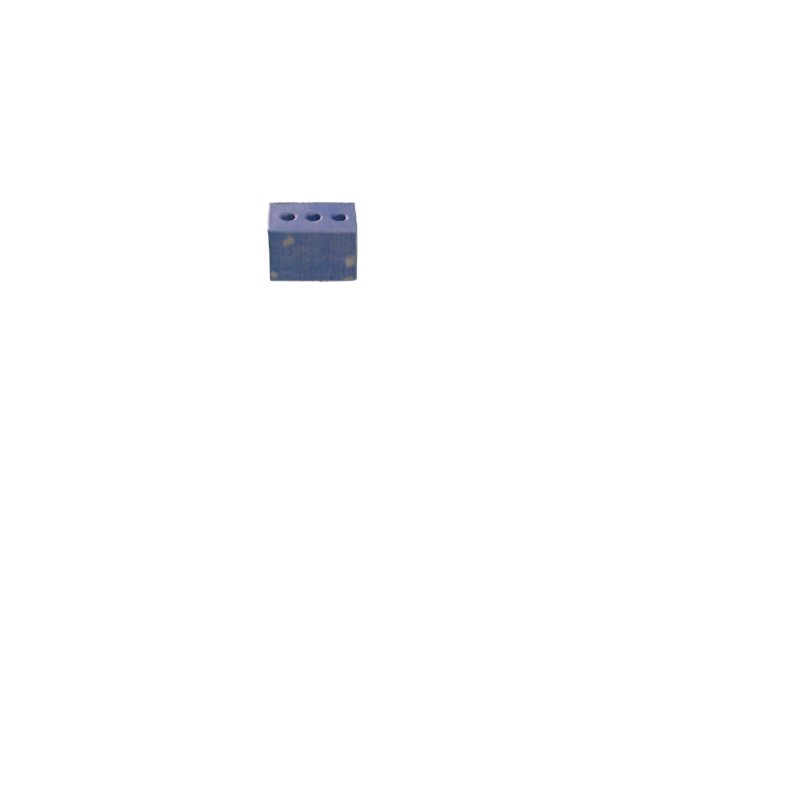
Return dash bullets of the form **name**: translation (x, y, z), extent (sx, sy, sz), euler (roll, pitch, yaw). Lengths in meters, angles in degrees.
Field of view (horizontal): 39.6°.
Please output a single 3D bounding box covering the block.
- **block**: translation (-0.075, -0.137, 0.960), extent (0.078, 0.048, 0.056), euler (-1, 34, -2)
